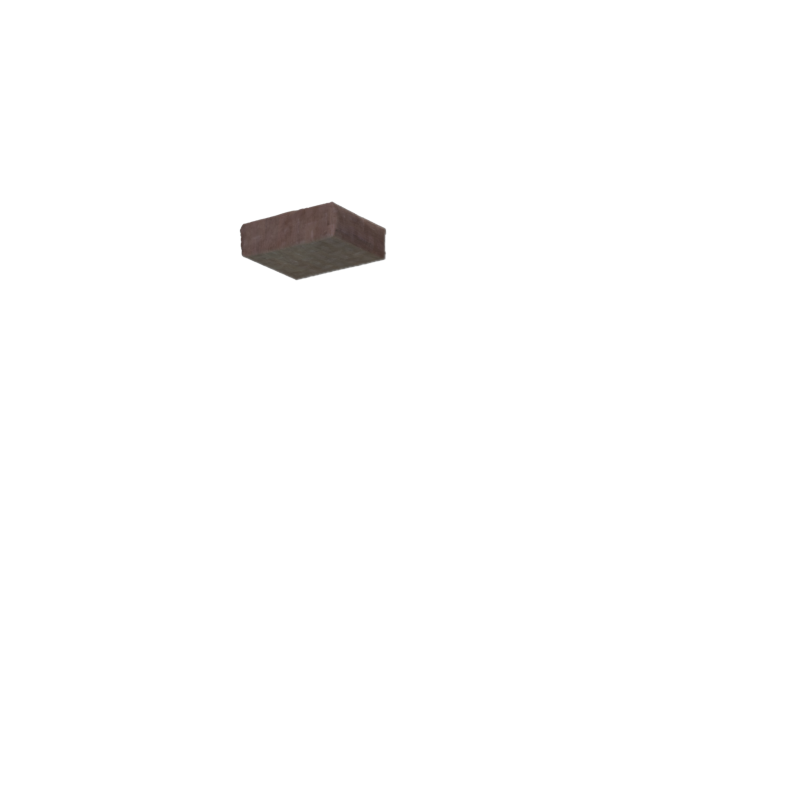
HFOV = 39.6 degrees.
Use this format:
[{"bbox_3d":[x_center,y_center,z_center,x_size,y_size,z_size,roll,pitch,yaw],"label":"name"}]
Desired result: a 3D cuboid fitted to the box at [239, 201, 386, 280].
[{"bbox_3d":[-0.067,-0.122,0.852,0.091,0.031,0.069,-8,-15,33],"label":"box"}]
